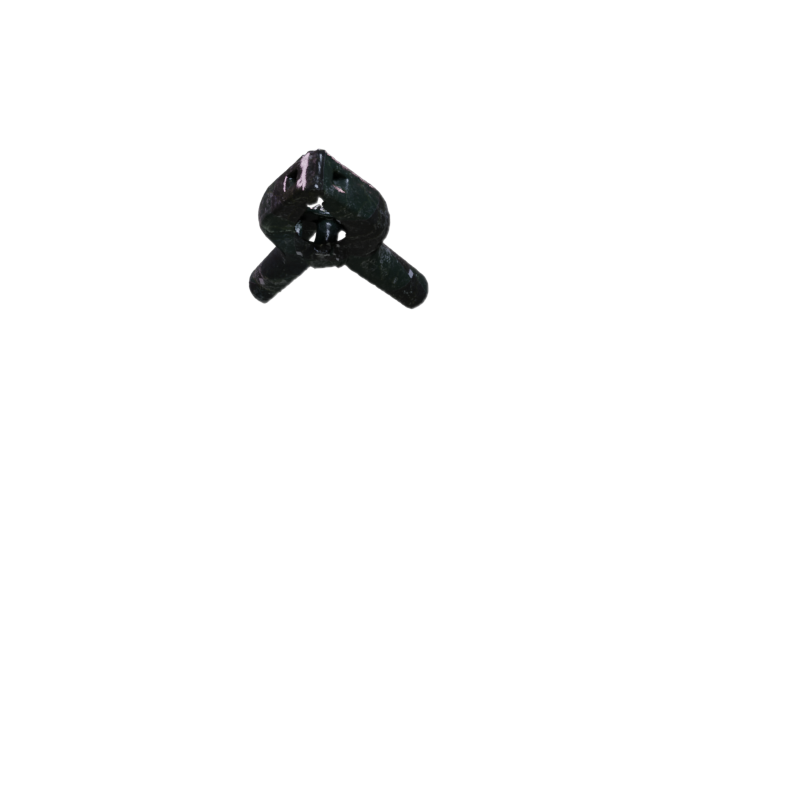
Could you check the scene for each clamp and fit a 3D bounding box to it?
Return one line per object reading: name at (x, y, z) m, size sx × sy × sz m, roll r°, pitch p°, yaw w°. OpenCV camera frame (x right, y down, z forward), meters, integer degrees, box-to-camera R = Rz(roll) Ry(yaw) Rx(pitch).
clamp at (-0.054, -0.099, 0.692) m, size 0.121 × 0.042 × 0.159 m, roll -6°, pitch -26°, yaw 11°
